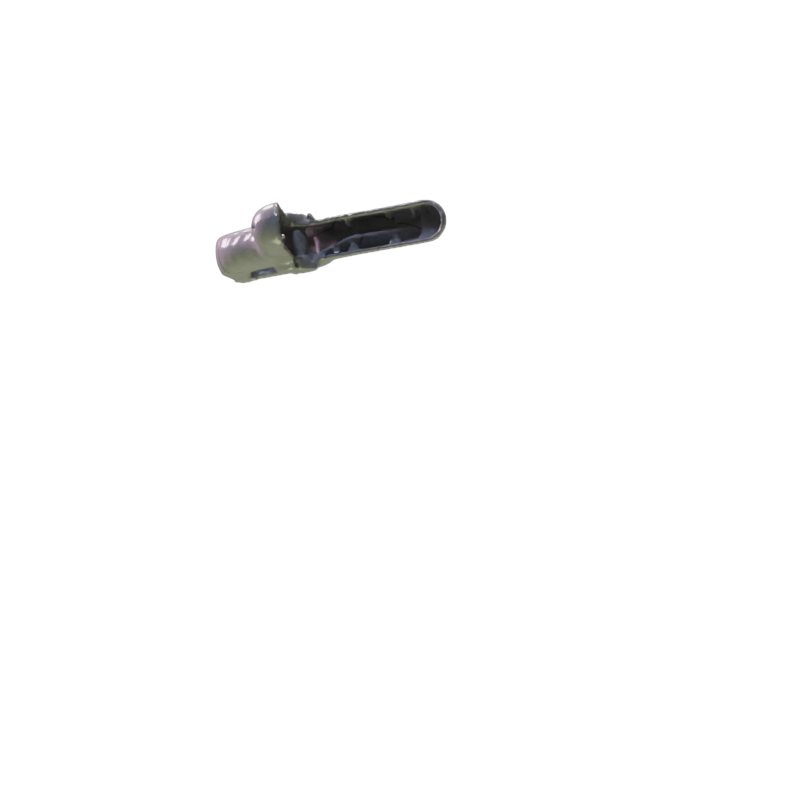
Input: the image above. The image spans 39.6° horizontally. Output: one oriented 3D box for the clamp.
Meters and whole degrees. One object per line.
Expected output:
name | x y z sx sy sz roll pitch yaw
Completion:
clamp | -0.053 -0.097 0.680 0.117 0.039 0.175 0 1 -23
